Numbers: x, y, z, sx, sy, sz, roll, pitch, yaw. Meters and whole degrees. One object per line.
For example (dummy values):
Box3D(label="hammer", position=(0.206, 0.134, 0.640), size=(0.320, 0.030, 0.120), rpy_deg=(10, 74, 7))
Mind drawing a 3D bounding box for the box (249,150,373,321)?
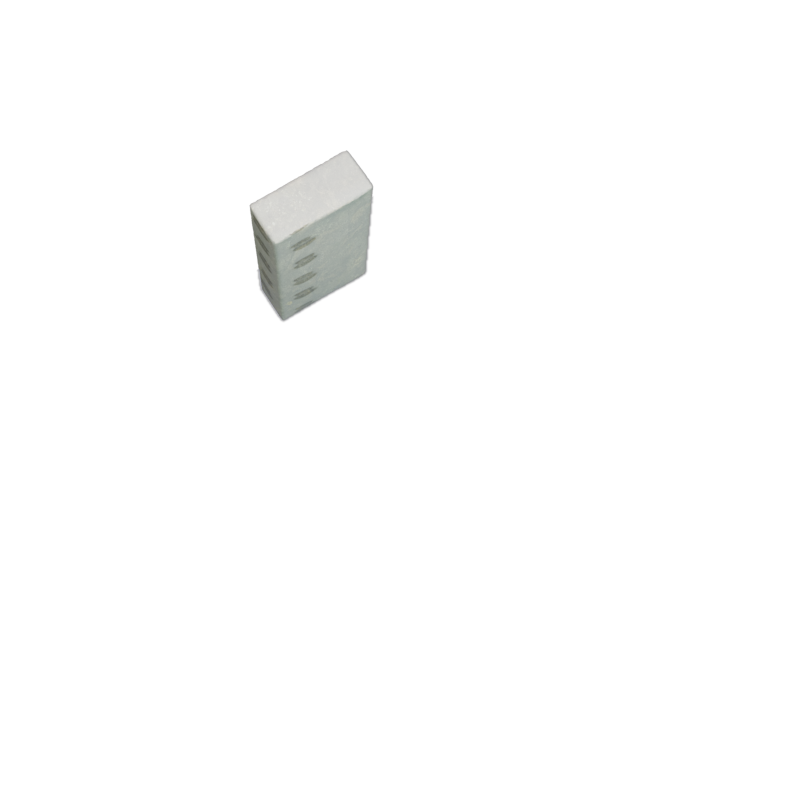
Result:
Box3D(label="box", position=(-0.073, -0.132, 0.928), size=(0.093, 0.050, 0.169), rpy_deg=(-32, -10, -11))
